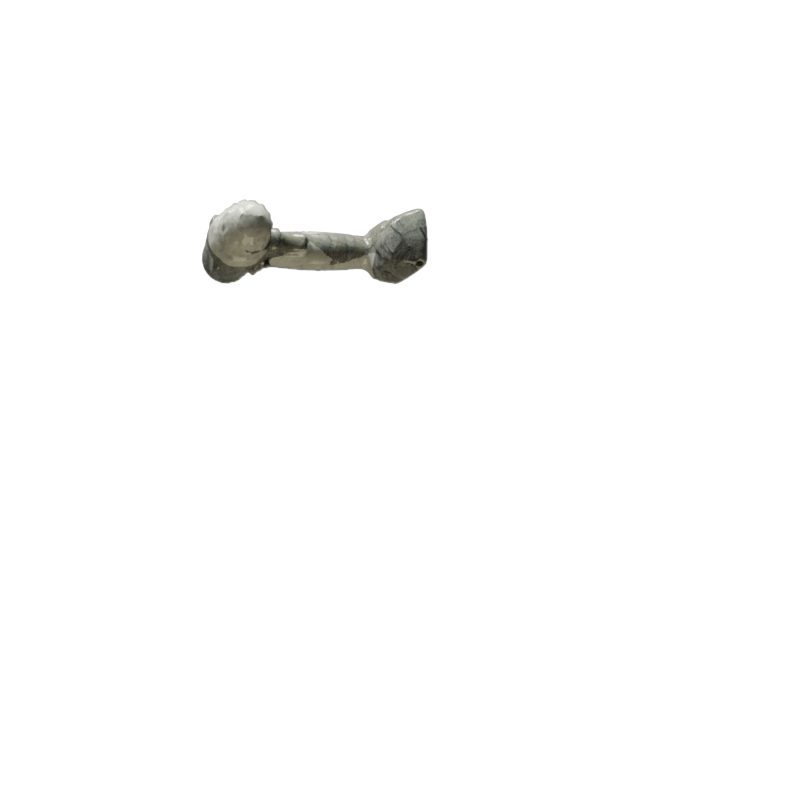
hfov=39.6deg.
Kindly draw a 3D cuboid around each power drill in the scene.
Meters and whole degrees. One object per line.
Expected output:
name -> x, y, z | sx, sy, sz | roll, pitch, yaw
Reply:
power drill -> -0.075, -0.137, 0.963 | 0.184, 0.058, 0.185 | 1, -3, -14
